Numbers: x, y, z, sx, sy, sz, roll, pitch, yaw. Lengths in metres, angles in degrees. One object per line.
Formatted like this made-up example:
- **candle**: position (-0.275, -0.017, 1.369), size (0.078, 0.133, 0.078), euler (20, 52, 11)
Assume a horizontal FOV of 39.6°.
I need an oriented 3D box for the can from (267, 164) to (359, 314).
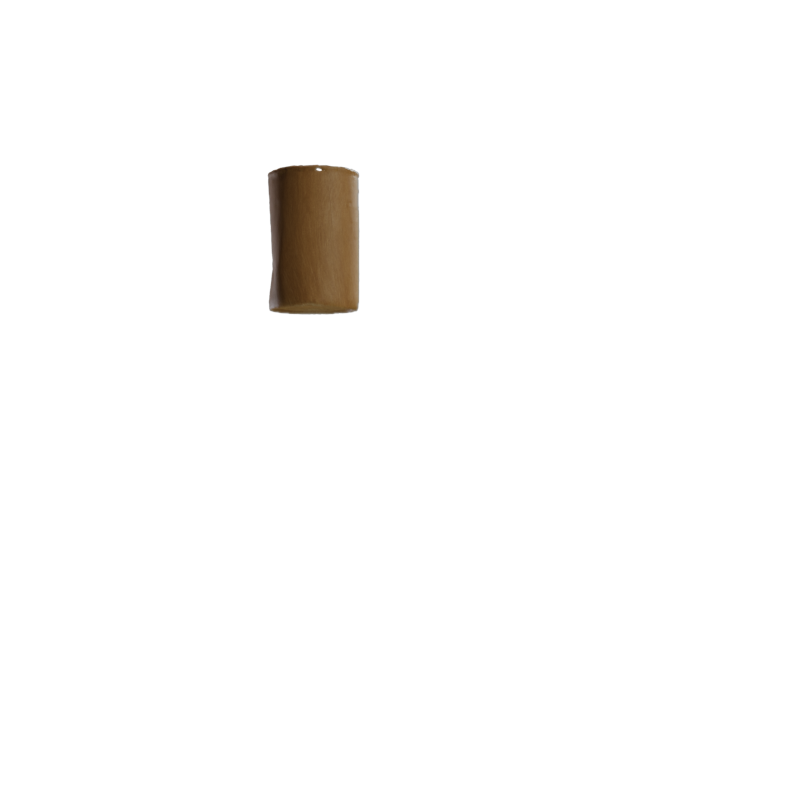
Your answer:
- **can**: position (-0.064, -0.116, 0.815), size (0.068, 0.104, 0.067), euler (0, -6, -2)
